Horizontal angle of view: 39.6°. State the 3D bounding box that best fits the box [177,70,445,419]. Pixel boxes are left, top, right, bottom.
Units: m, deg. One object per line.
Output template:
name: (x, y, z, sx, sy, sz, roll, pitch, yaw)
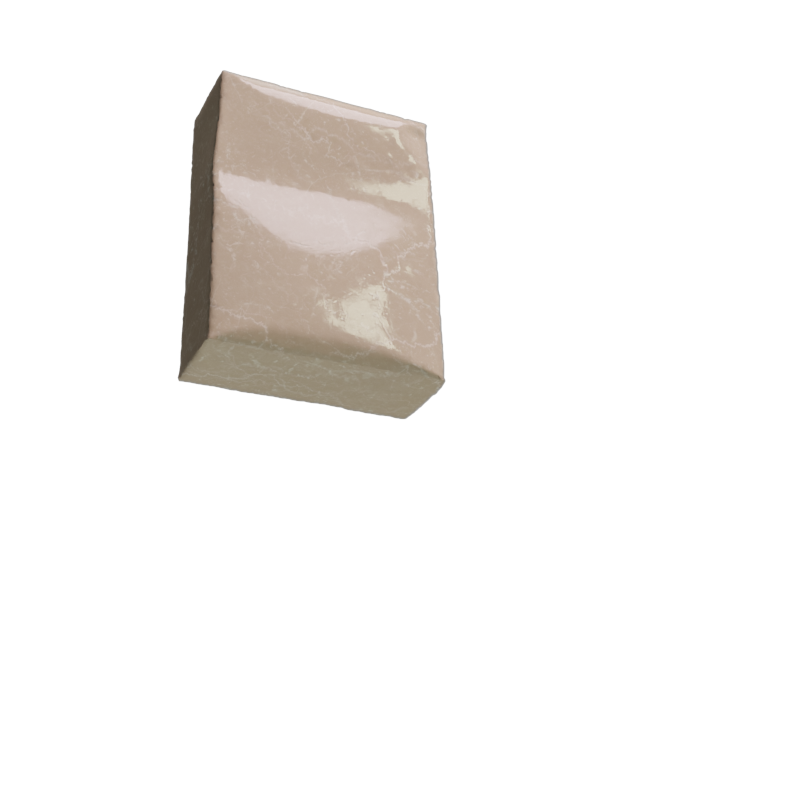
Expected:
box: (-0.059, -0.108, 0.754, 0.159, 0.228, 0.070, 10, -32, -21)
